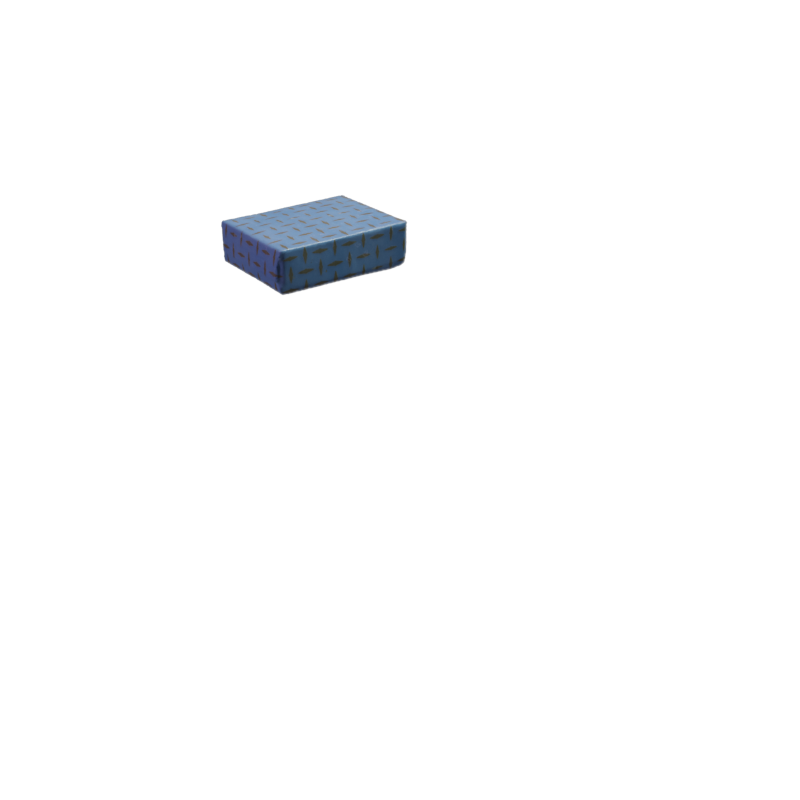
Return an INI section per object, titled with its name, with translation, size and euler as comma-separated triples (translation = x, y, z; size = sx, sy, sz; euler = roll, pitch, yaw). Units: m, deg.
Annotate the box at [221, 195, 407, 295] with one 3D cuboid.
[box]
translation = -0.065, -0.119, 0.834
size = 0.111, 0.037, 0.096
euler = -16, 29, -30
